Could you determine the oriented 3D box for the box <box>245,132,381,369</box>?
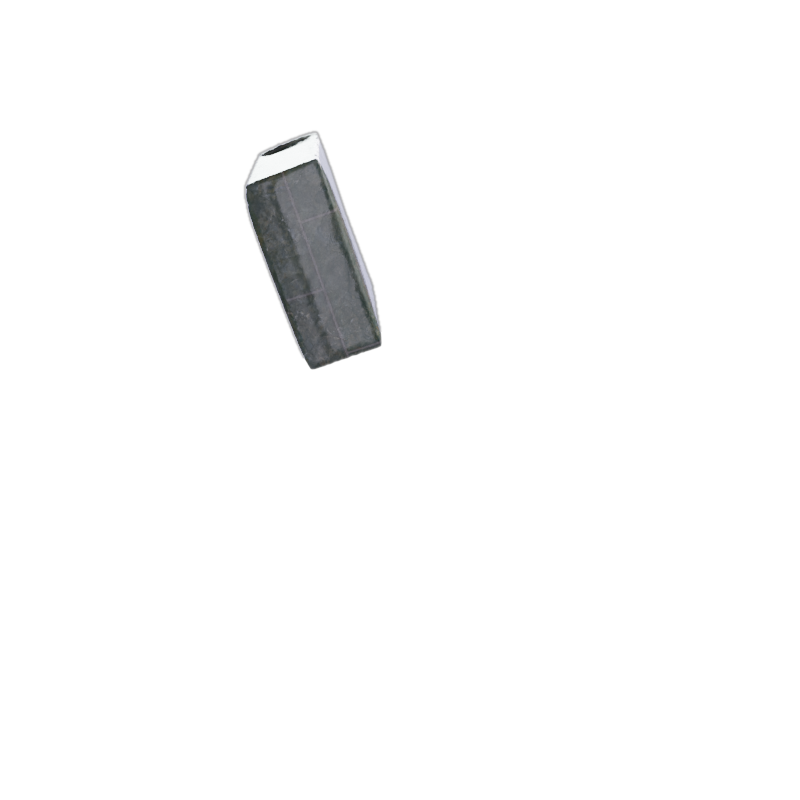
[{"bbox_3d":[-0.077,-0.140,0.983,0.072,0.159,0.222,-19,16,2],"label":"box"}]
